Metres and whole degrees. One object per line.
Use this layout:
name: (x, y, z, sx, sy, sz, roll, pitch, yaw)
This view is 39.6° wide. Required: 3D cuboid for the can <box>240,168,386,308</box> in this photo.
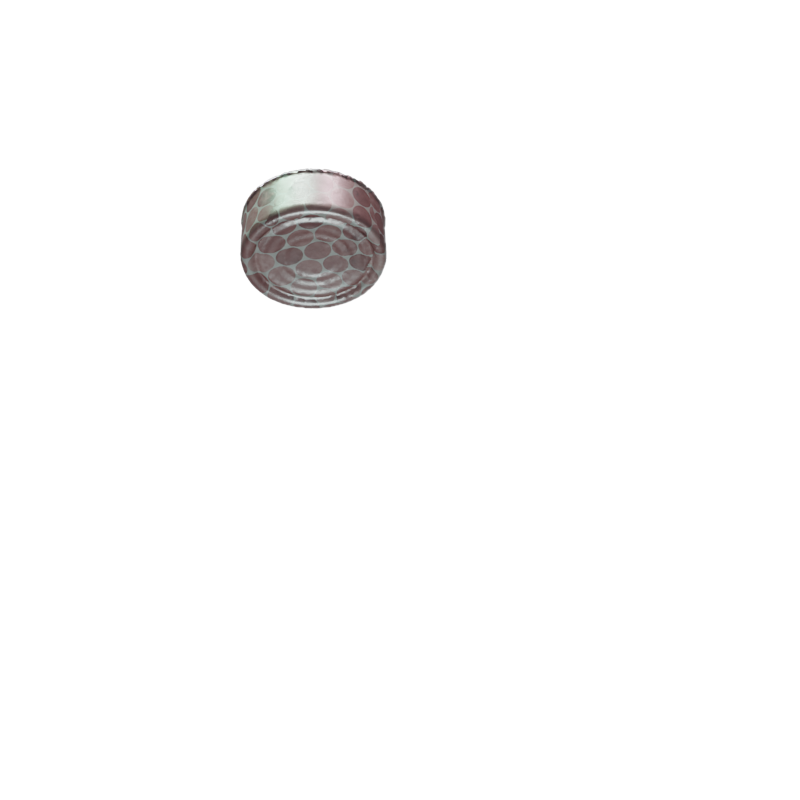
can: (-0.051, -0.093, 0.648, 0.086, 0.036, 0.080, 1, -40, -1)
